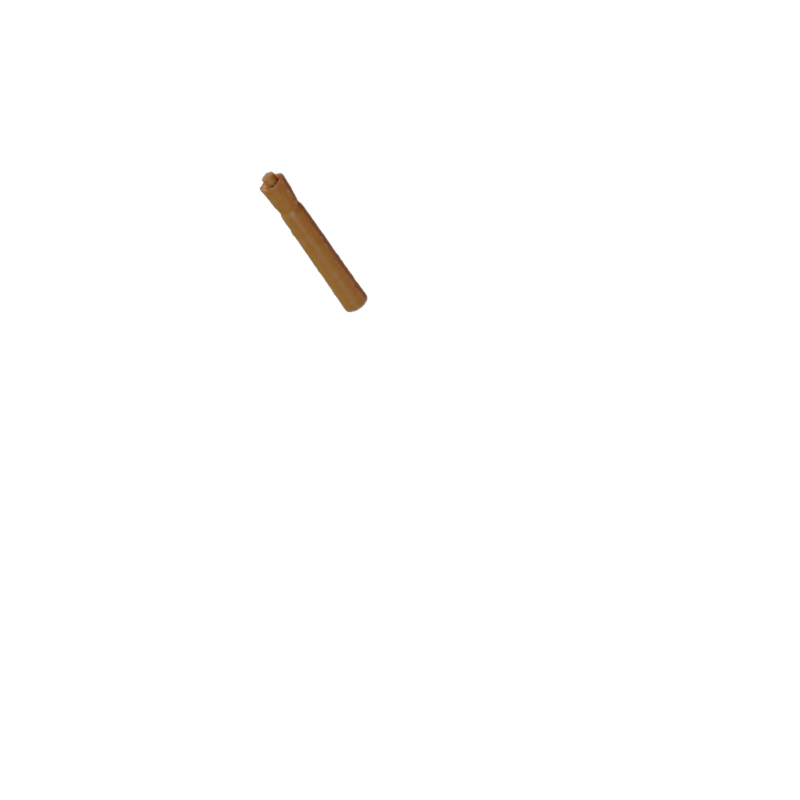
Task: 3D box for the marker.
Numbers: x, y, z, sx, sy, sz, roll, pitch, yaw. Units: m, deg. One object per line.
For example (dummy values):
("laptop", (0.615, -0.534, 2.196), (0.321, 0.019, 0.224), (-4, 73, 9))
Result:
("marker", (-0.060, -0.110, 0.768), (0.020, 0.113, 0.021), (-27, 30, 16))
